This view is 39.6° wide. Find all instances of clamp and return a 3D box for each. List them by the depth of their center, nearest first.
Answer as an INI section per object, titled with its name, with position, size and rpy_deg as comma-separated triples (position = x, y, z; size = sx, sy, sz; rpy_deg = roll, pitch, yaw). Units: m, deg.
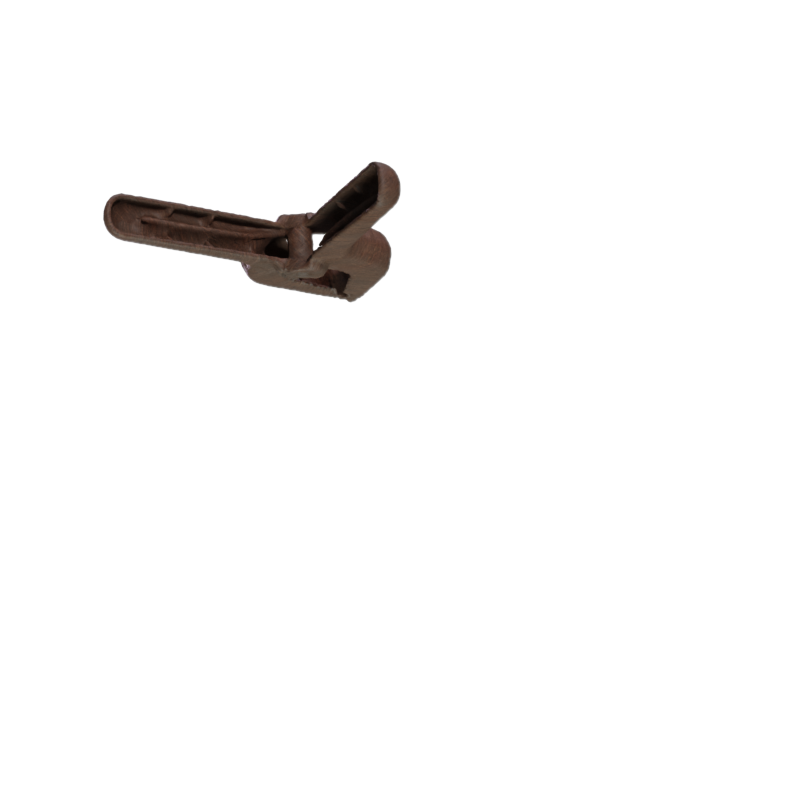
[clamp]
position = -0.052, -0.094, 0.658
size = 0.168, 0.037, 0.199
rpy_deg = -3, -9, 22
